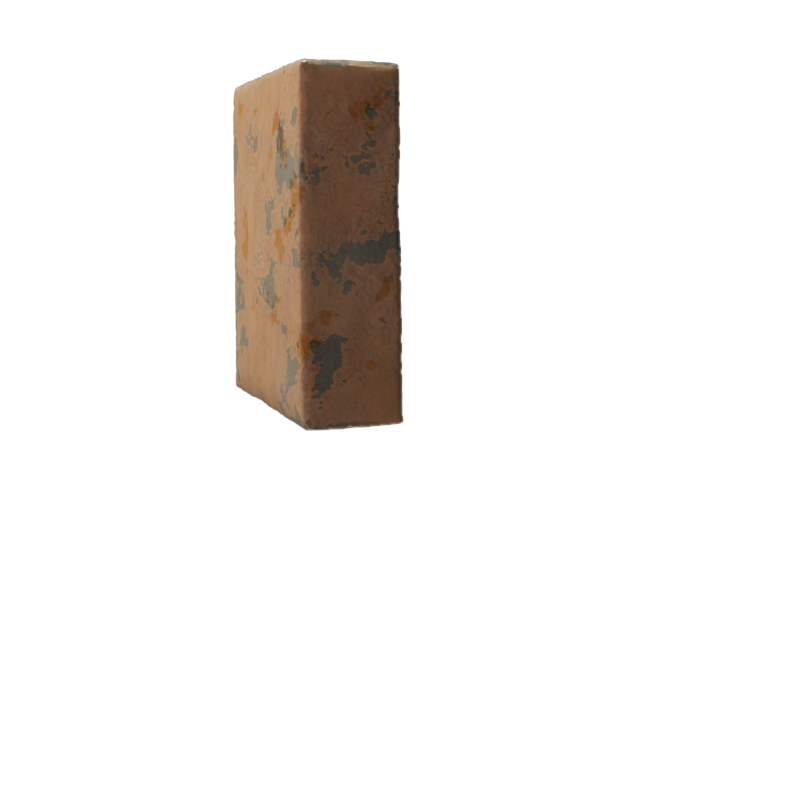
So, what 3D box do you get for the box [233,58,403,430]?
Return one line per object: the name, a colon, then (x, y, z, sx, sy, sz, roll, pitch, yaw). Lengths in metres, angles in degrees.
box: (-0.056, -0.102, 0.714, 0.070, 0.212, 0.170, -1, 5, -21)
